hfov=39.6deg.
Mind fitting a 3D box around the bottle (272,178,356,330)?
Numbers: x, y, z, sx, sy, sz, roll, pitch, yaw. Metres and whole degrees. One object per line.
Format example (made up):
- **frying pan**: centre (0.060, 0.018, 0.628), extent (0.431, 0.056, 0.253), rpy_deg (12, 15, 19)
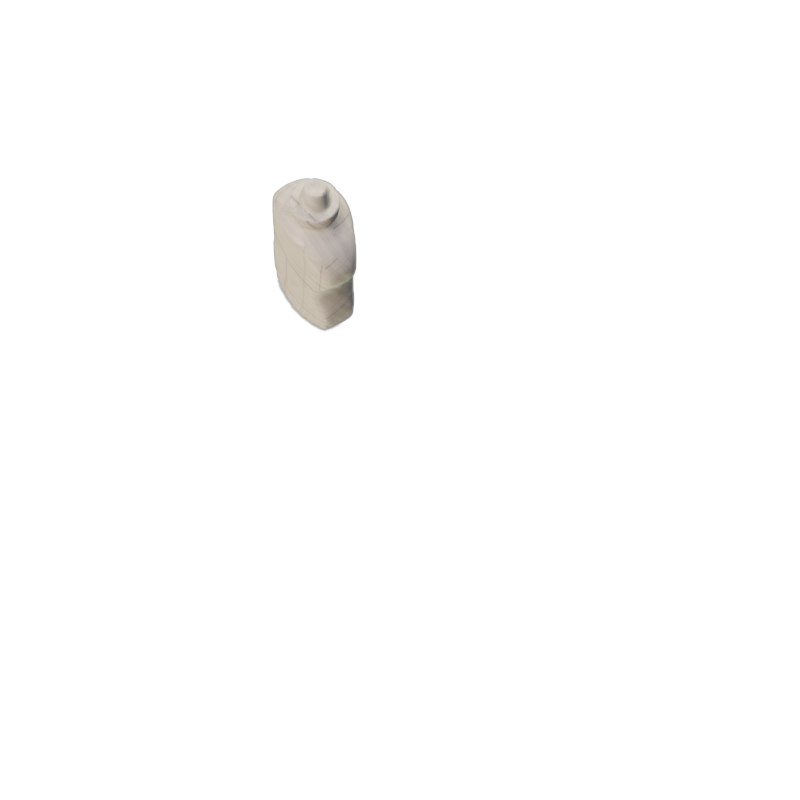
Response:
- **bottle**: centre (-0.074, -0.136, 0.952), extent (0.058, 0.101, 0.182), rpy_deg (-27, -16, -13)
